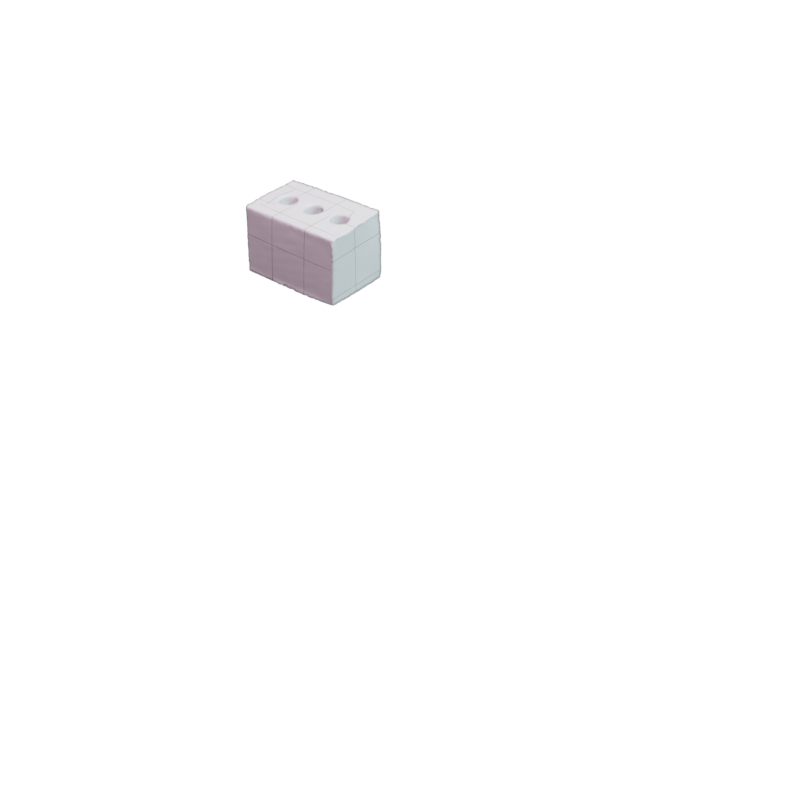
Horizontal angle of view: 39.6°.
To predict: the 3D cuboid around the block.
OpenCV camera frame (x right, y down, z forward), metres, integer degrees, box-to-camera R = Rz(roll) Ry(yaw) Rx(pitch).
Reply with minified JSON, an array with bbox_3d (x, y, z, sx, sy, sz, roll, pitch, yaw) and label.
[{"bbox_3d":[-0.058,-0.107,0.747,0.082,0.048,0.053,24,39,30],"label":"block"}]
